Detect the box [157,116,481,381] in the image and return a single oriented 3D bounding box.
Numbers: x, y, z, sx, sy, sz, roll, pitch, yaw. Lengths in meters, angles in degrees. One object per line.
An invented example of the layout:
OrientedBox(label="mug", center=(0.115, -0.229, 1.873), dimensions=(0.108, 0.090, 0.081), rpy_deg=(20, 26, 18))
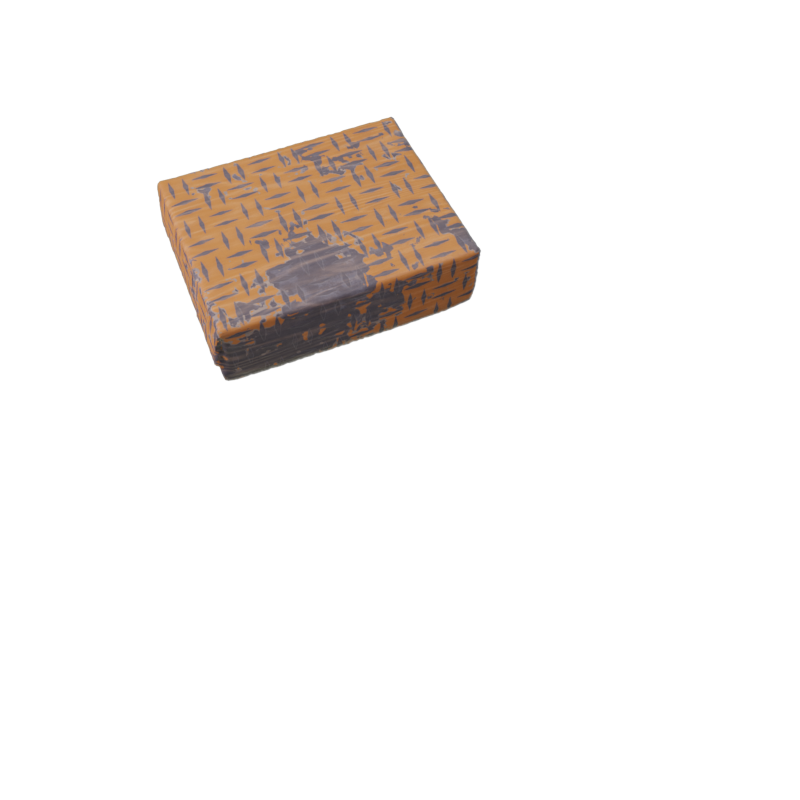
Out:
OrientedBox(label="box", center=(-0.037, -0.067, 0.467), dimensions=(0.112, 0.097, 0.036), rpy_deg=(-17, -37, -14))
